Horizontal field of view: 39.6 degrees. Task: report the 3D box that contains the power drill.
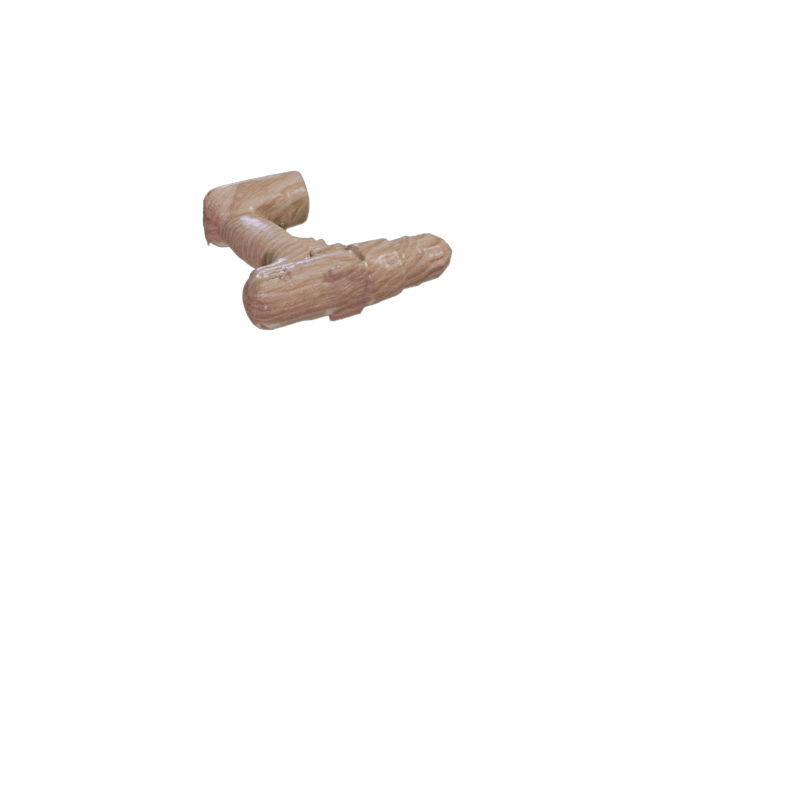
[{"bbox_3d":[-0.074,-0.136,0.950,0.182,0.054,0.202,-17,36,-25],"label":"power drill"}]
